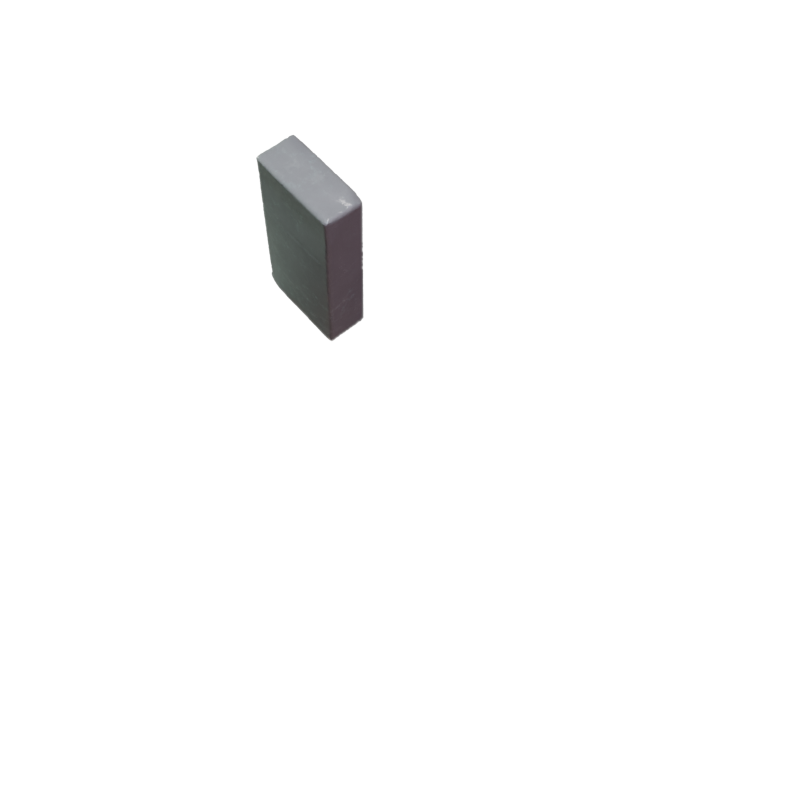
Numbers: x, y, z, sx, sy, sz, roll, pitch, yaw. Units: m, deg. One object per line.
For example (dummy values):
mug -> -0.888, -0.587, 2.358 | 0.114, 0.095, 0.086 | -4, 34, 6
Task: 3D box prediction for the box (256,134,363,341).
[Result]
box -> -0.074, -0.135, 0.945 | 0.048, 0.099, 0.165 | -33, -24, -21
